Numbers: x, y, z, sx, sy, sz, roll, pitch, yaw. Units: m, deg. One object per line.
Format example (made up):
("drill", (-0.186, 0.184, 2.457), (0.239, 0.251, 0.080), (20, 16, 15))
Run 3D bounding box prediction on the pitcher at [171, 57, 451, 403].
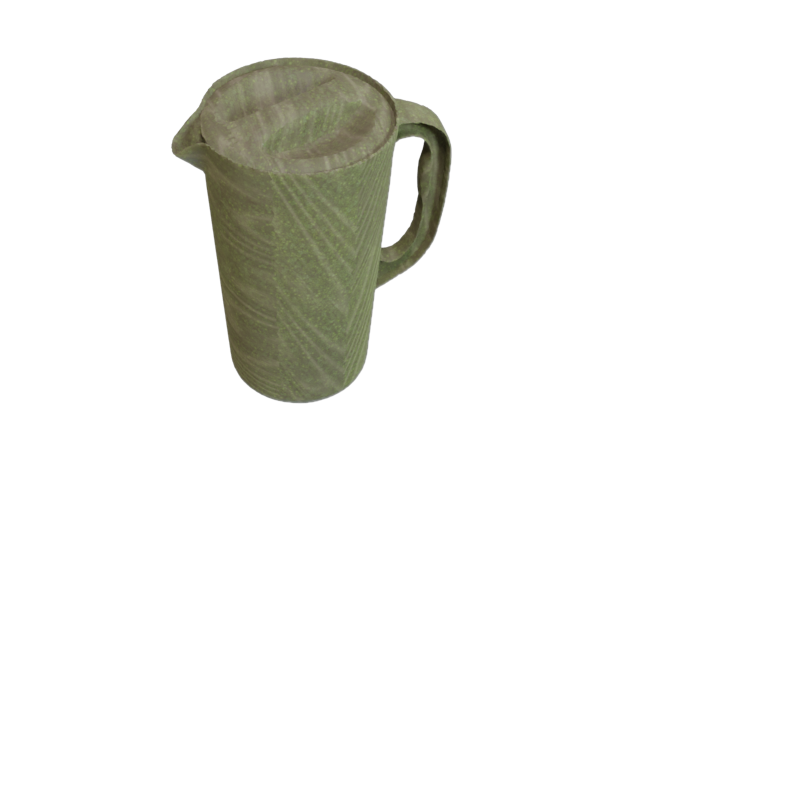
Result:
("pitcher", (-0.063, -0.114, 0.799), (0.156, 0.226, 0.148), (26, 50, 20))
